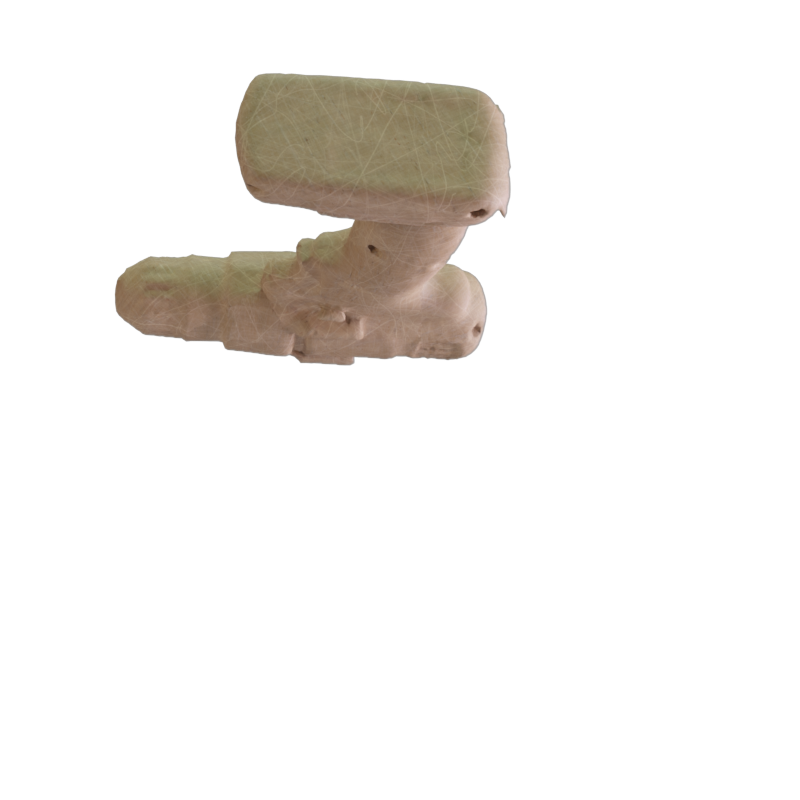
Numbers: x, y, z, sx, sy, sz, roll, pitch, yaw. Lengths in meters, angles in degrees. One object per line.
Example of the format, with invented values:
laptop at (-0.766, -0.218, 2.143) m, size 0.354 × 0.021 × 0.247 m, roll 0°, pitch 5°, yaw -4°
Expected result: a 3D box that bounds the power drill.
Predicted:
power drill at (-0.039, -0.071, 0.494) m, size 0.183 × 0.060 × 0.180 m, roll 2°, pitch -19°, yaw -7°
